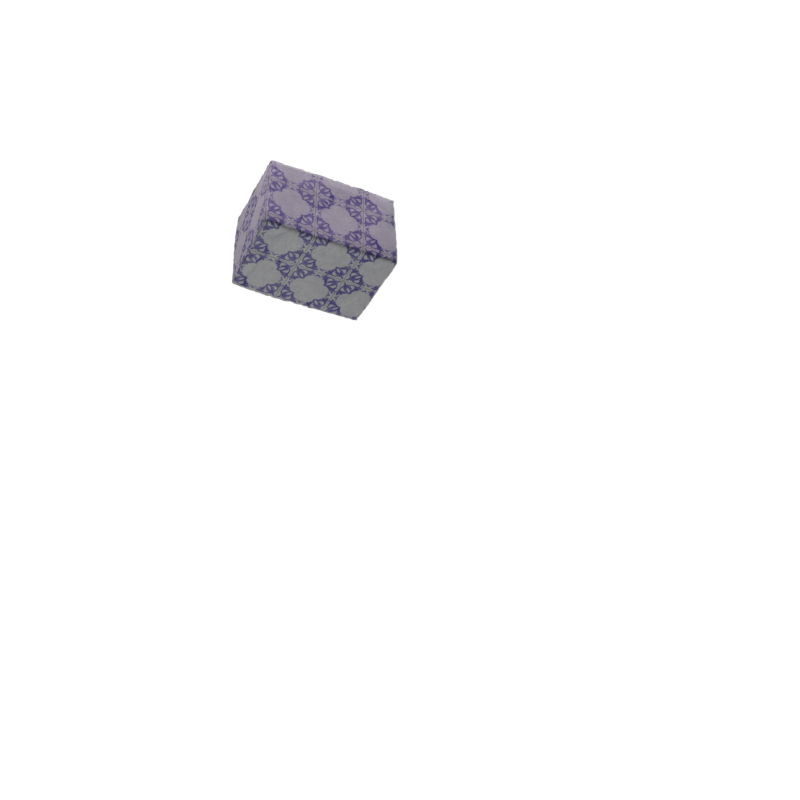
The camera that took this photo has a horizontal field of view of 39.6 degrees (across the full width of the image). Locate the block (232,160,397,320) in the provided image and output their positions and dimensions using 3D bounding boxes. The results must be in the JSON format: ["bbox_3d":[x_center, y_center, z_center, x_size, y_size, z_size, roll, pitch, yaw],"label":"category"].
[{"bbox_3d":[-0.048,-0.087,0.610,0.075,0.055,0.051,16,-45,-19],"label":"block"}]
